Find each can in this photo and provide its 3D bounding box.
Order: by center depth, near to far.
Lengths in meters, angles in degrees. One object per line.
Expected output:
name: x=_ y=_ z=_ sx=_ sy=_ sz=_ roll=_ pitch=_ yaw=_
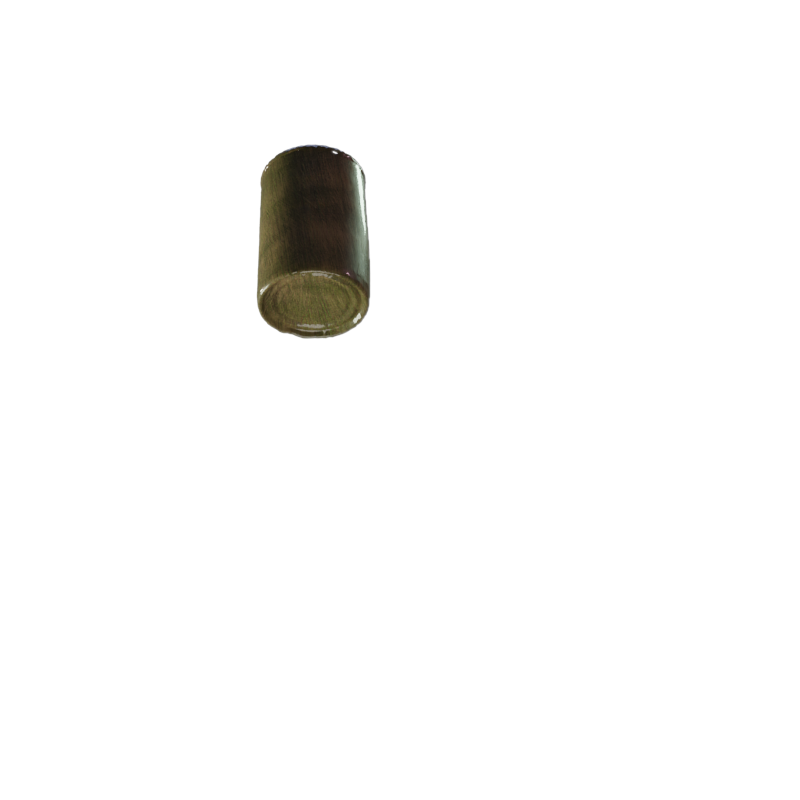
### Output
can: x=-0.053 y=-0.097 z=0.679 sx=0.068 sy=0.110 sz=0.064 roll=-1 pitch=-38 yaw=-3
